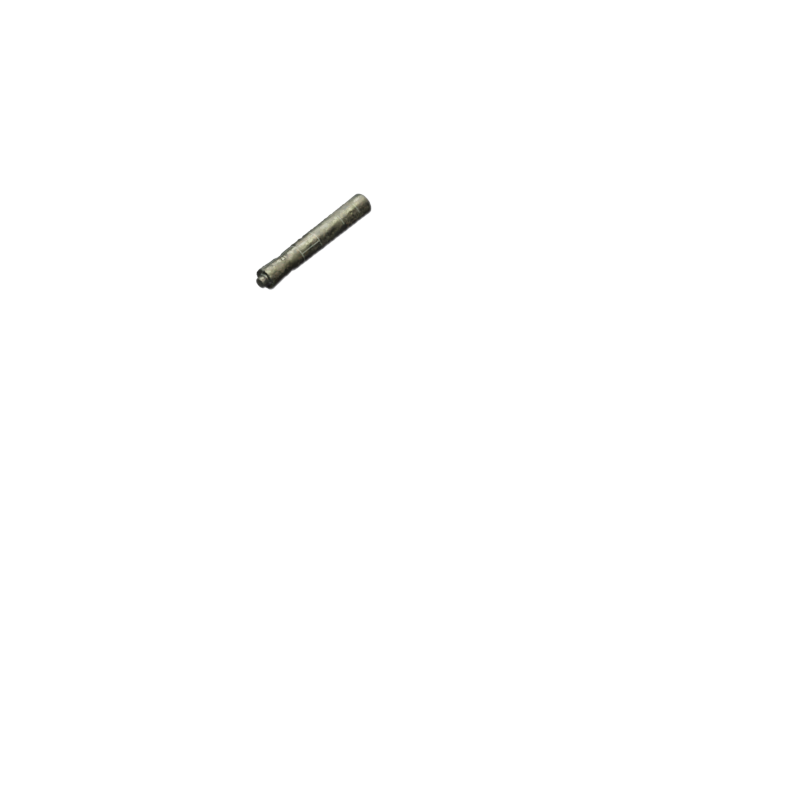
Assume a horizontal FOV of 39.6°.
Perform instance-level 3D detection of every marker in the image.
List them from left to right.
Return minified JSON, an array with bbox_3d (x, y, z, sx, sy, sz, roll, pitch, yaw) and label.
[{"bbox_3d":[-0.068,-0.125,0.874,0.021,0.019,0.123,4,39,49],"label":"marker"}]
